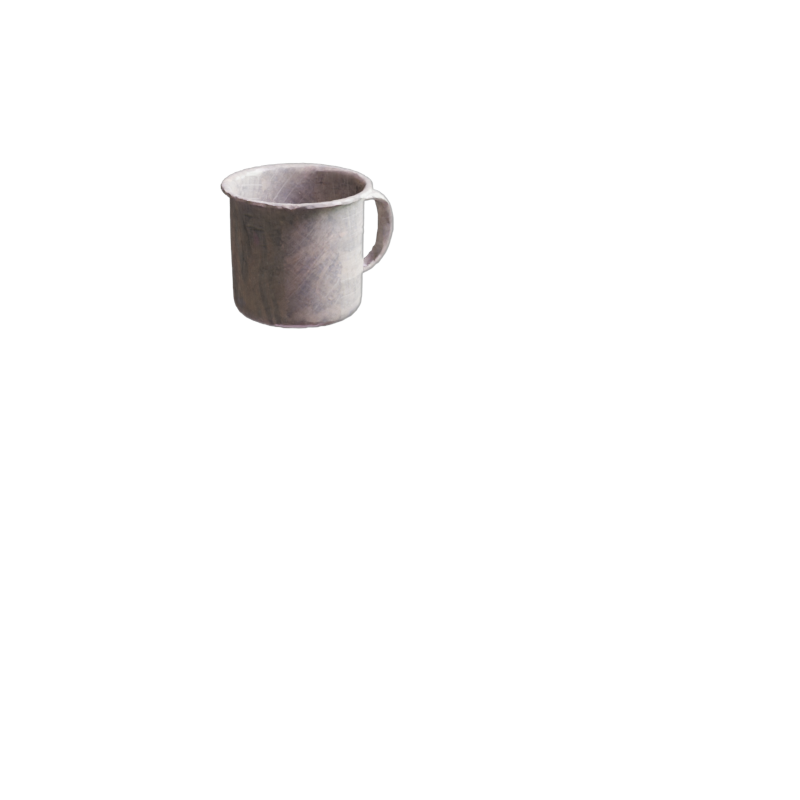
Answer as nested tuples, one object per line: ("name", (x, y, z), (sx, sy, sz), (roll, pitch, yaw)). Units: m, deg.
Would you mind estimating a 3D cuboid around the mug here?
("mug", (-0.054, -0.099, 0.694), (0.115, 0.078, 0.100), (-17, 29, -33))
